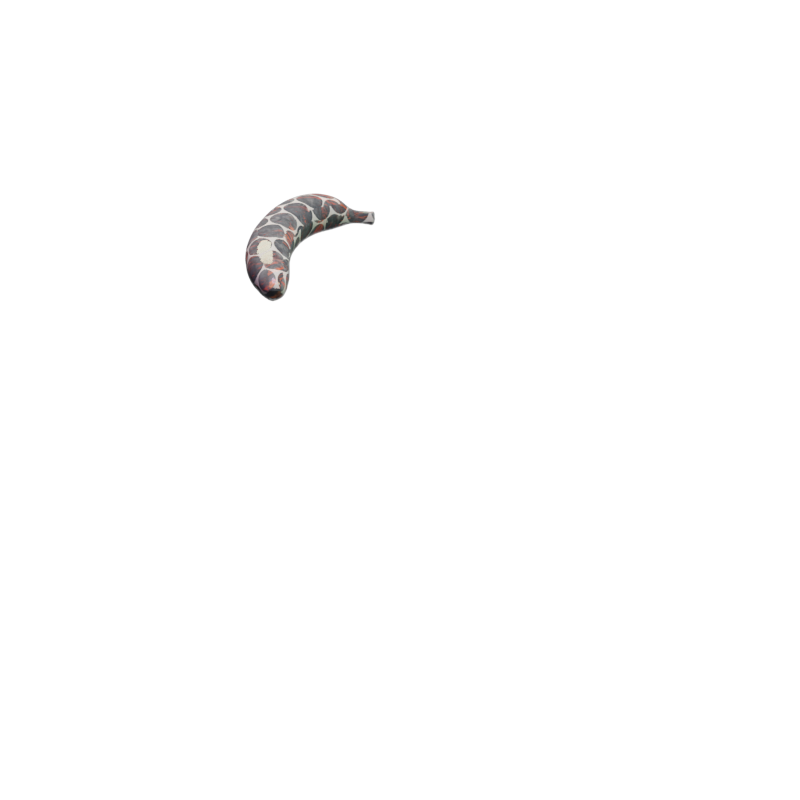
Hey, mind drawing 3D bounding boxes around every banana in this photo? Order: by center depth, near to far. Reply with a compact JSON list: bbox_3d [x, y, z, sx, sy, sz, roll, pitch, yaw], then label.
[{"bbox_3d":[-0.088,-0.137,0.927,0.072,0.035,0.202,11,31,19],"label":"banana"}]
